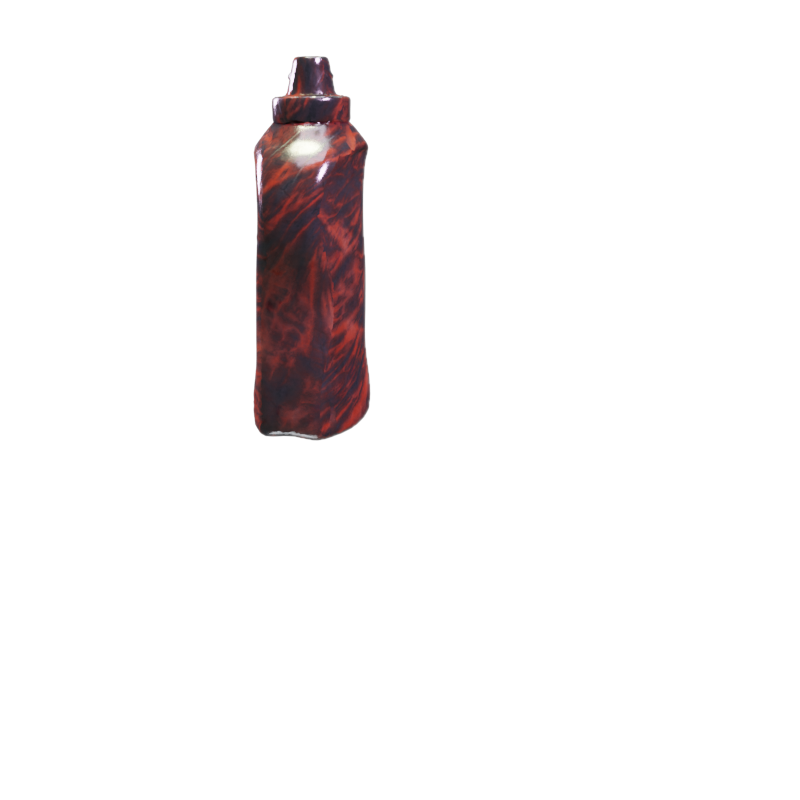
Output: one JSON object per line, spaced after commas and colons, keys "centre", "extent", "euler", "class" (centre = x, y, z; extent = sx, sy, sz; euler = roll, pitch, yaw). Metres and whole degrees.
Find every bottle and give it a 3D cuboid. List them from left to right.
{"centre": [-0.046, -0.083, 0.582], "extent": [0.060, 0.188, 0.096], "euler": [2, 9, 14], "class": "bottle"}
